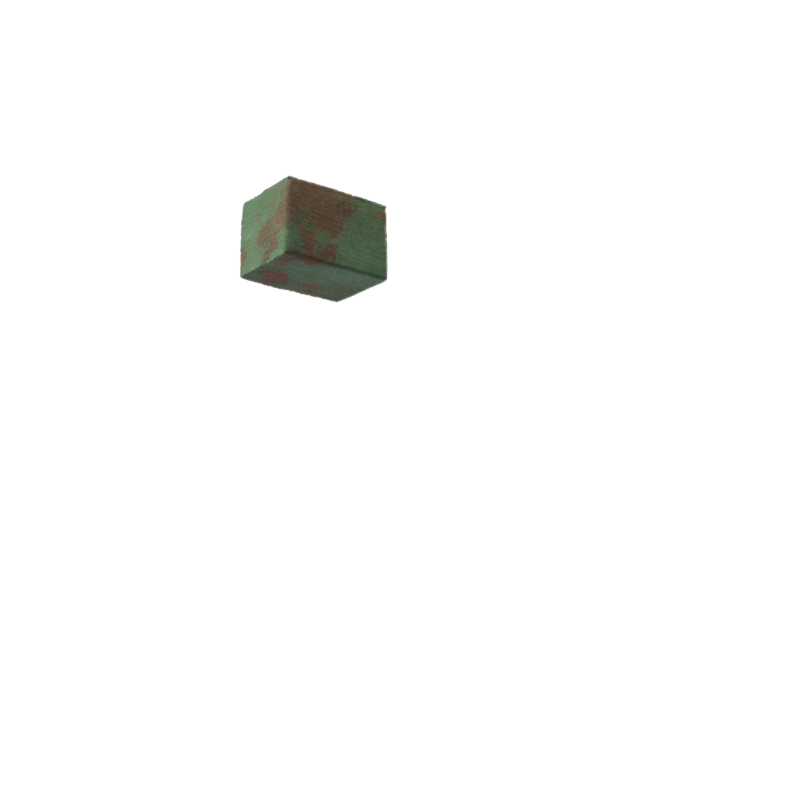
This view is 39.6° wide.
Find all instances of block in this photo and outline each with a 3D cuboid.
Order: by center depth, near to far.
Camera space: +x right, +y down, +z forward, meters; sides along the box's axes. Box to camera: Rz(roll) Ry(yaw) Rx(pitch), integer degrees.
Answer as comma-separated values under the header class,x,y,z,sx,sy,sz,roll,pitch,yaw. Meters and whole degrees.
class,x,y,z,sx,sy,sz,roll,pitch,yaw
block,-0.054,-0.098,0.685,0.074,0.054,0.053,13,-23,-36
